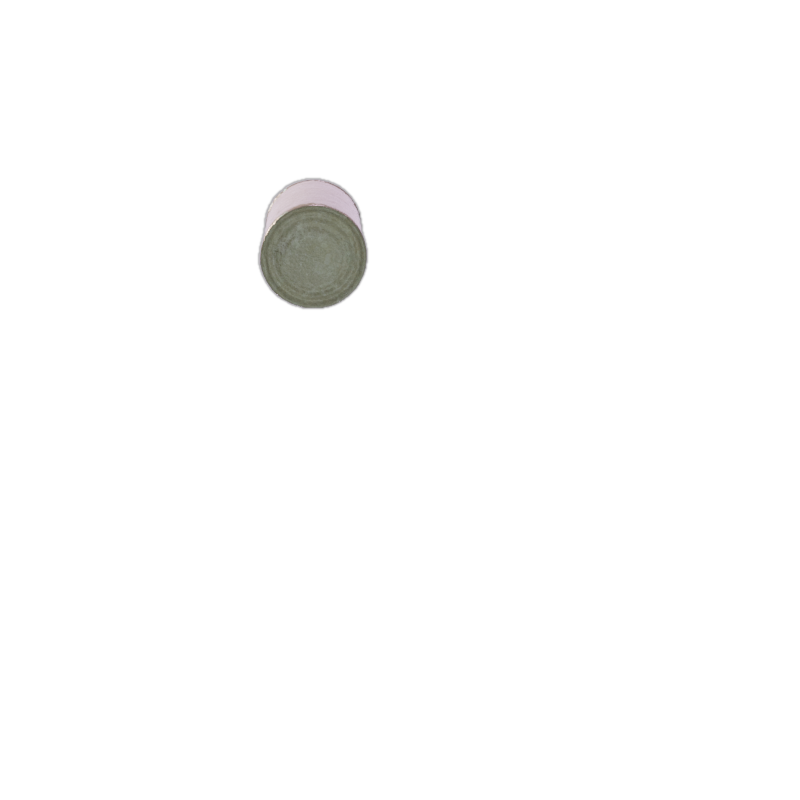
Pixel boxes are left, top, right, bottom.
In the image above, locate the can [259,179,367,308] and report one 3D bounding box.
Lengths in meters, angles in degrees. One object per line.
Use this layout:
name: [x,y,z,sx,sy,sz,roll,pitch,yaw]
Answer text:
can: [-0.057,-0.104,0.725,0.068,0.066,0.106,0,17,-3]
